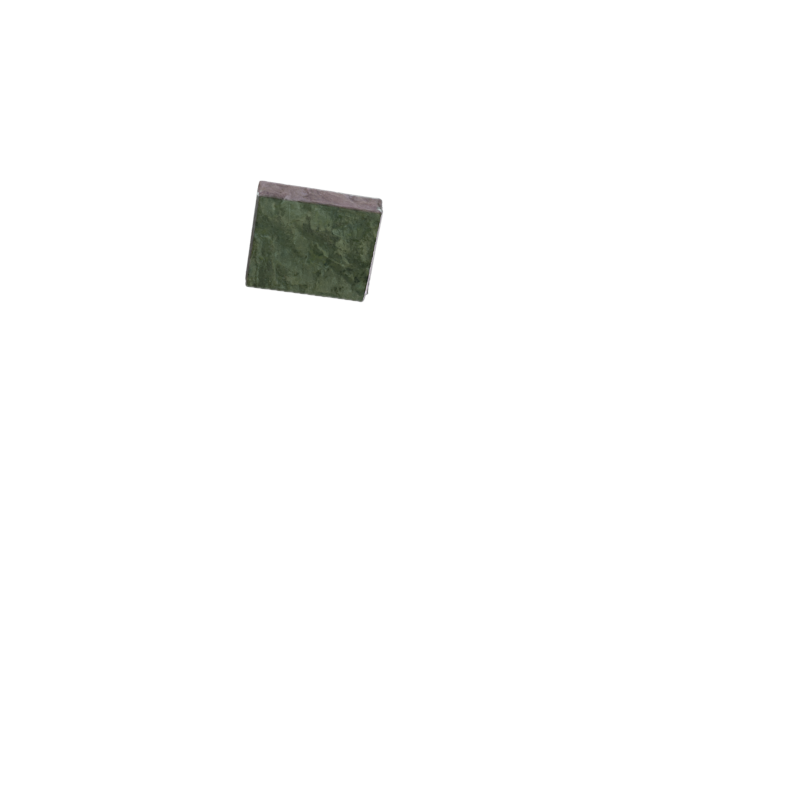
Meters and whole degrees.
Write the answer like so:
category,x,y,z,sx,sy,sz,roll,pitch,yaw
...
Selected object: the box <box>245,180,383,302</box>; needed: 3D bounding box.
category,x,y,z,sx,sy,sz,roll,pitch,yaw
box,-0.061,-0.112,0.787,0.089,0.069,0.032,8,29,-5
